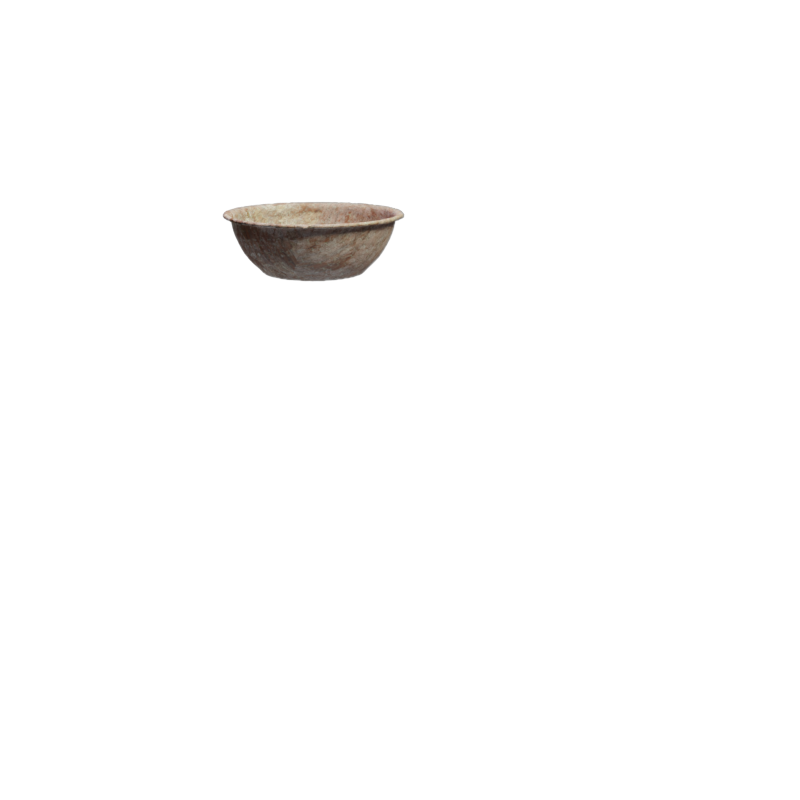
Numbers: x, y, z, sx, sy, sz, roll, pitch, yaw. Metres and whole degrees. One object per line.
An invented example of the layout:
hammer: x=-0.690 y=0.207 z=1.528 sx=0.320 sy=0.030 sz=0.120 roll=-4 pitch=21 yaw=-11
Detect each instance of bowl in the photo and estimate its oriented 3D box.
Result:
bowl: x=-0.078 y=-0.142 z=0.992 sx=0.162 sy=0.053 sz=0.167 roll=-1 pitch=16 yaw=-2
